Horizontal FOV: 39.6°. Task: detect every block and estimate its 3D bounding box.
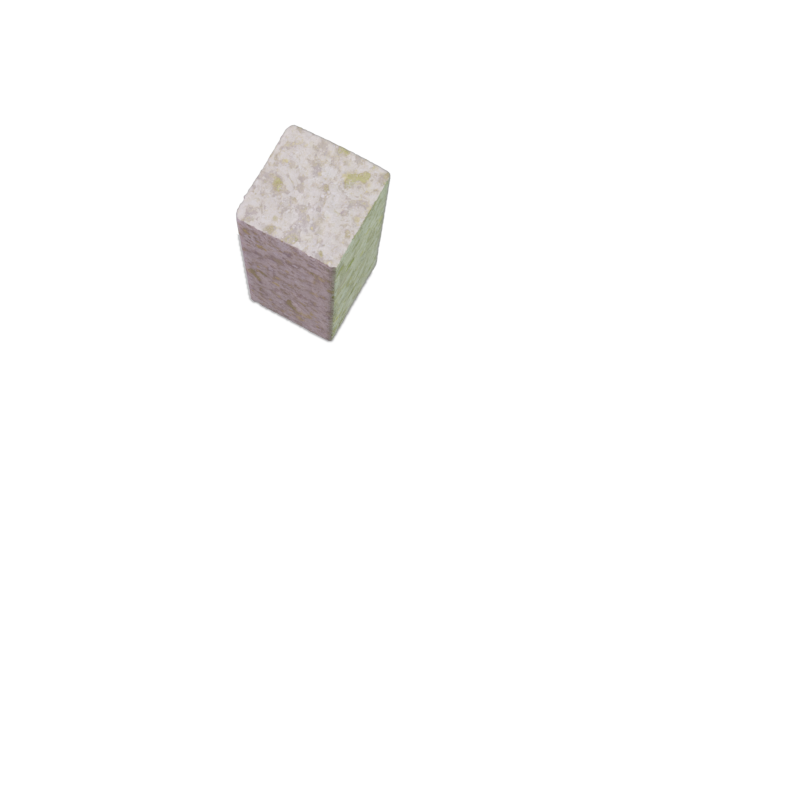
[{"bbox_3d":[-0.073,-0.133,0.925,0.091,0.093,0.199,28,-14,3],"label":"block"}]
